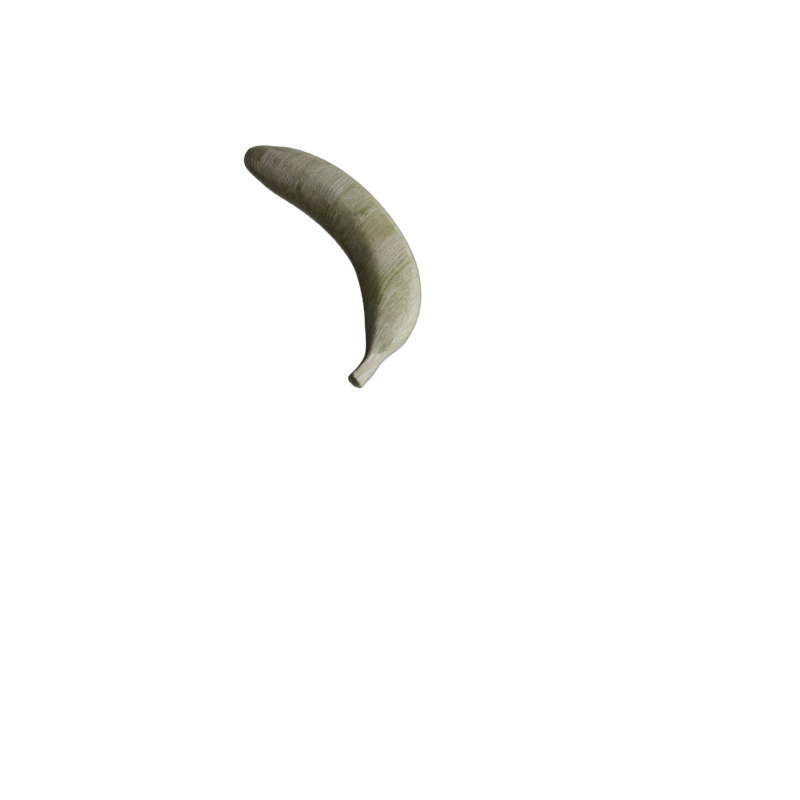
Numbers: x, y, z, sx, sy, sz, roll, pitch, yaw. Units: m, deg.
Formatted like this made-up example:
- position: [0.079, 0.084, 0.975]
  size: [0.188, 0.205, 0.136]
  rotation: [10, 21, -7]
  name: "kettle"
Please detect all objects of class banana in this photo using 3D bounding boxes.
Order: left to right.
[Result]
- position: [-0.036, -0.101, 0.694]
  size: [0.069, 0.214, 0.034]
  rotation: [-18, -36, -14]
  name: "banana"
